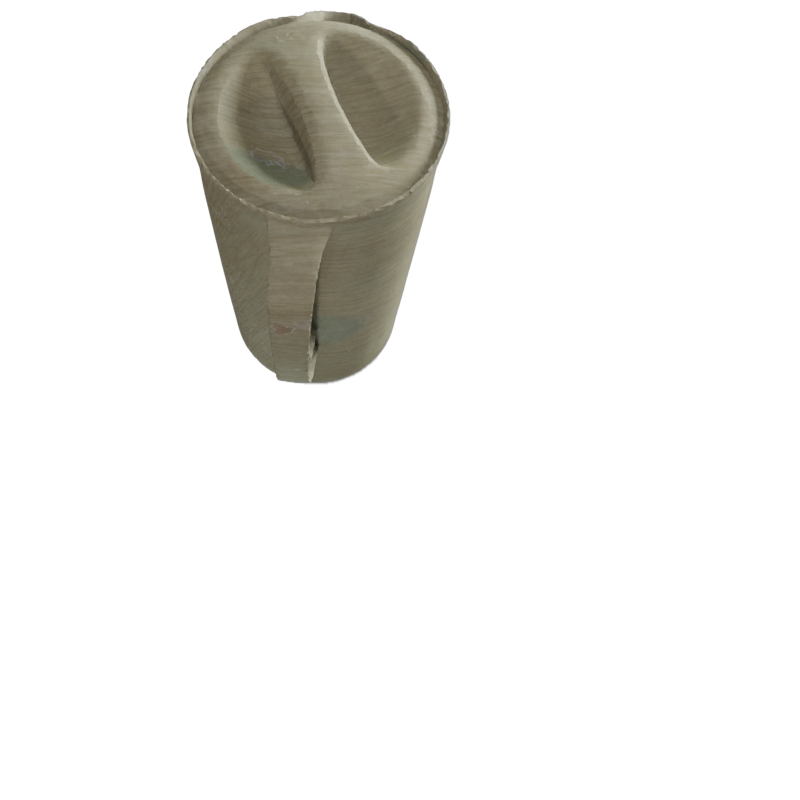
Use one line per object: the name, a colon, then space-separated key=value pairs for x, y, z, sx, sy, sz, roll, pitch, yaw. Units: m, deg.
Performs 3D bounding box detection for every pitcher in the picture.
pitcher: x=-0.051 y=-0.093 z=0.653 sx=0.150 sy=0.153 sz=0.229 roll=-36 pitch=-19 yaw=-18
